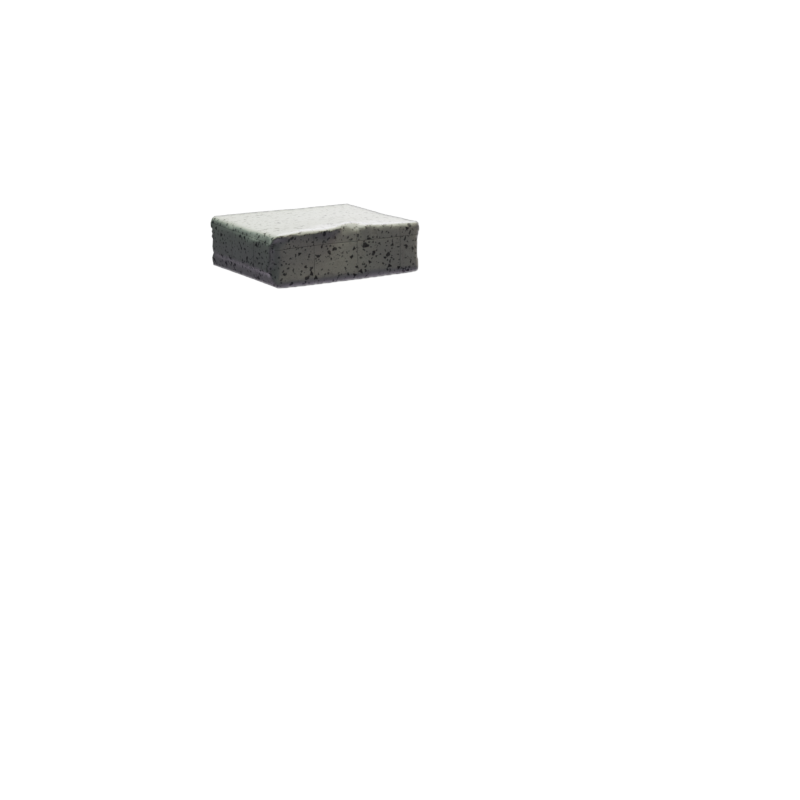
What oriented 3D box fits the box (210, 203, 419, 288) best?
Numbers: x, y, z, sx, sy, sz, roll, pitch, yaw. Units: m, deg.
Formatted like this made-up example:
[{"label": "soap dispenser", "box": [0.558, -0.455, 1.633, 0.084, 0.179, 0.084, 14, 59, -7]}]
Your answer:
[{"label": "box", "box": [-0.046, -0.084, 0.590, 0.087, 0.029, 0.077, -10, 20, -30]}]
